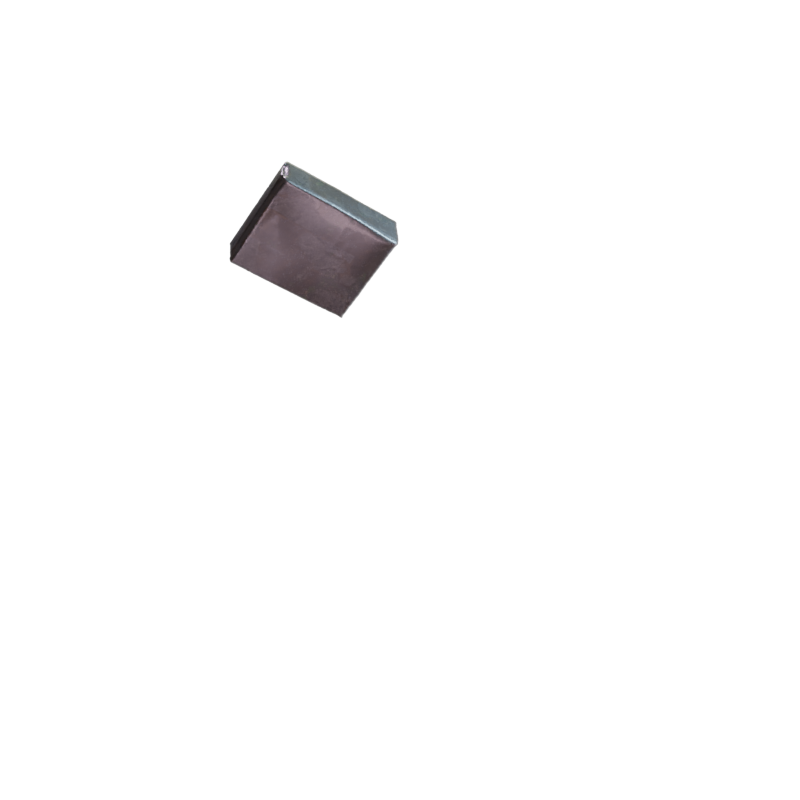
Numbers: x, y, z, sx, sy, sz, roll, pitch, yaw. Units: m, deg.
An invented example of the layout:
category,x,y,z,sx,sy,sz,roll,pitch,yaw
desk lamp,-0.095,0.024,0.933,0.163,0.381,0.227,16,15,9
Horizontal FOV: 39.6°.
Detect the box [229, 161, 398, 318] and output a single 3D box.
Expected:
category,x,y,z,sx,sy,sz,roll,pitch,yaw
box,-0.071,-0.131,0.914,0.109,0.087,0.041,29,28,-17
